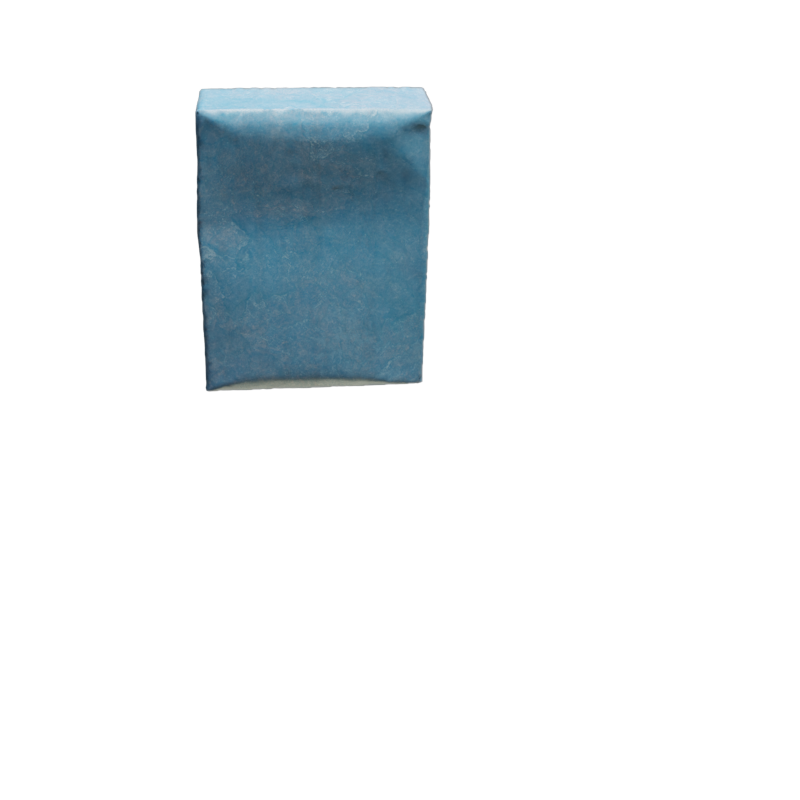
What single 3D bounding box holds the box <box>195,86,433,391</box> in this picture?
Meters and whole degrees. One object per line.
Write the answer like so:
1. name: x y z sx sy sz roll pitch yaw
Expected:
1. box: -0.063 -0.115 0.803 0.163 0.203 0.076 0 23 -4
